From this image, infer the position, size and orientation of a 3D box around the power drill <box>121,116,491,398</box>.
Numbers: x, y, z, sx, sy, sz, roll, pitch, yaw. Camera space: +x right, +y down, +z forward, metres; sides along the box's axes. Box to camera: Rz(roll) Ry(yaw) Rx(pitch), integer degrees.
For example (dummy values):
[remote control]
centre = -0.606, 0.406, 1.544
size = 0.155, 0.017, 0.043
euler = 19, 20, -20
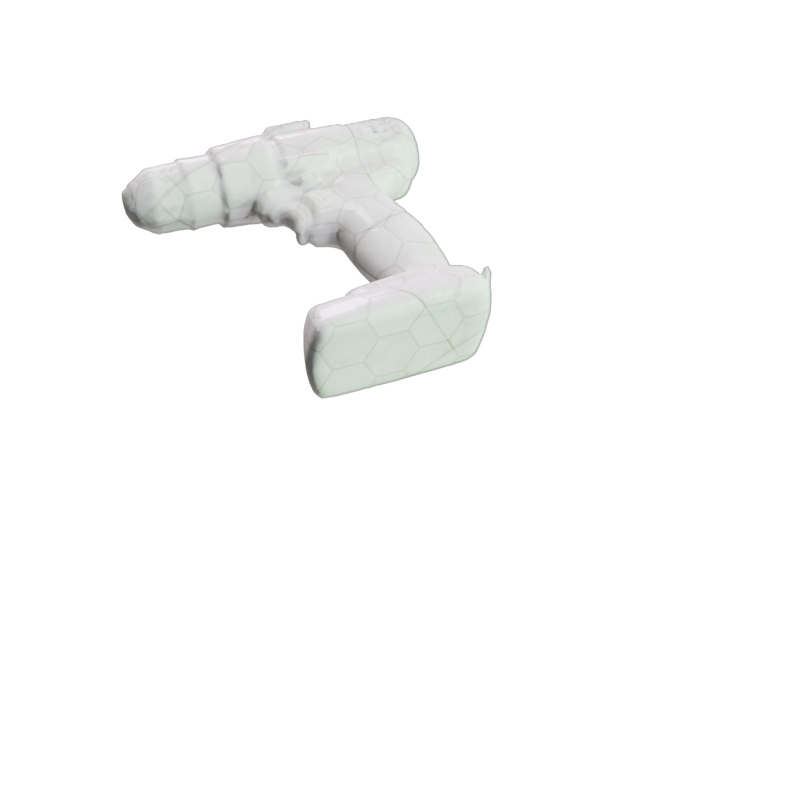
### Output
[power drill]
centre = -0.049, -0.089, 0.623
size = 0.182, 0.053, 0.203
euler = -16, 48, -16
